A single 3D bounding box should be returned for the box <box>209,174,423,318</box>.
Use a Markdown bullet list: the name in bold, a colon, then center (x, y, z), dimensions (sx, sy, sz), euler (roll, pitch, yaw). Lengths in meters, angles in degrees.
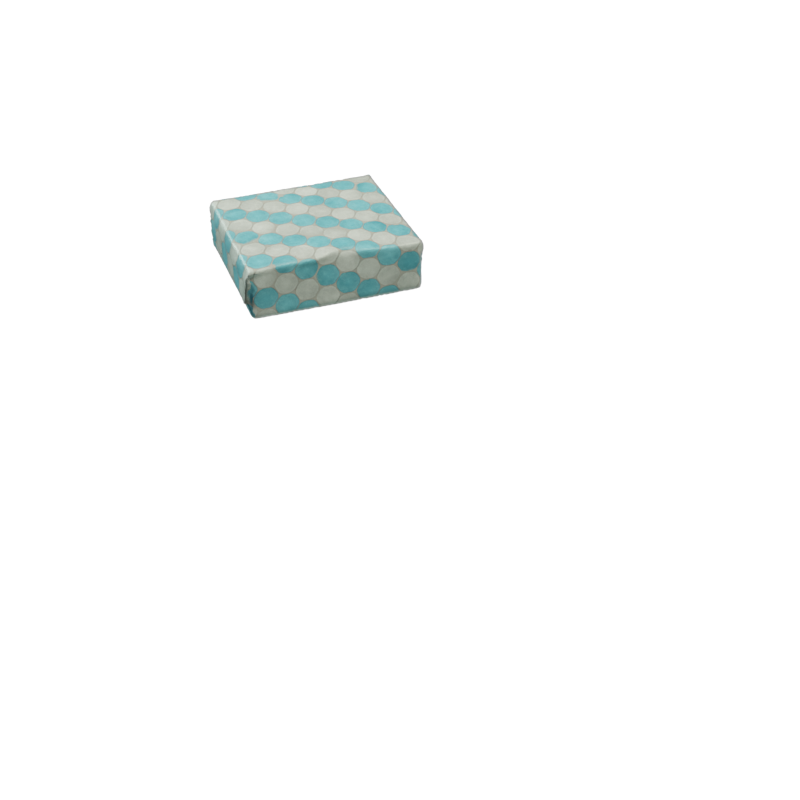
- **box**: center (-0.043, -0.078, 0.550), dimensions (0.088, 0.028, 0.079), euler (-12, 38, -16)
